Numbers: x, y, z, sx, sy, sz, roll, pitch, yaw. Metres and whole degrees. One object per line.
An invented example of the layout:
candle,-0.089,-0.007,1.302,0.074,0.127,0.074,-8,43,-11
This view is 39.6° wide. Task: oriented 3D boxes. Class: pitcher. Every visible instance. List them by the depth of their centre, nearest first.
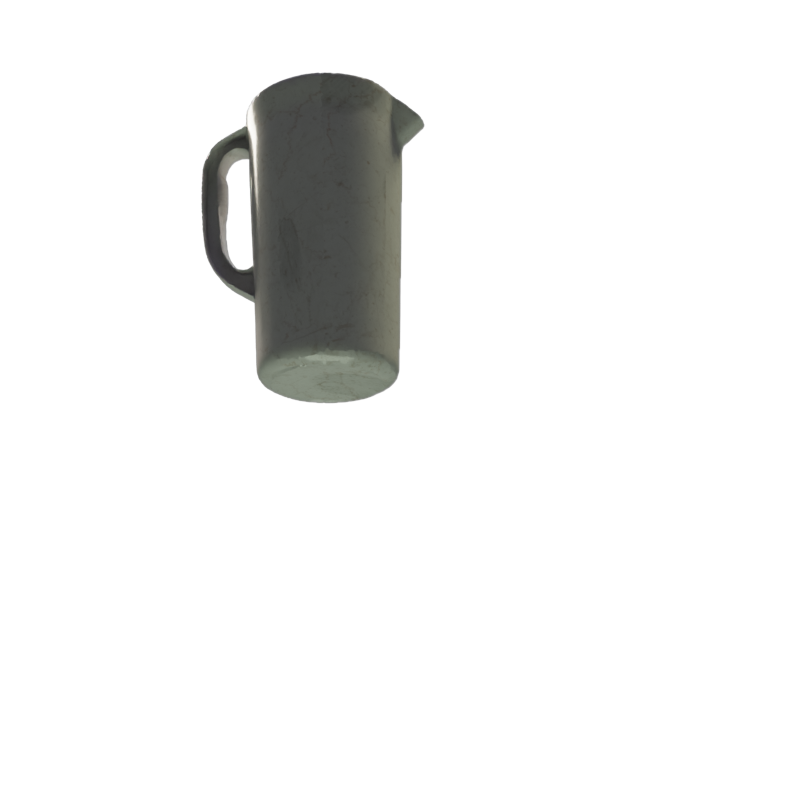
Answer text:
pitcher,-0.069,-0.126,0.886,0.138,0.257,0.148,13,-28,-30
